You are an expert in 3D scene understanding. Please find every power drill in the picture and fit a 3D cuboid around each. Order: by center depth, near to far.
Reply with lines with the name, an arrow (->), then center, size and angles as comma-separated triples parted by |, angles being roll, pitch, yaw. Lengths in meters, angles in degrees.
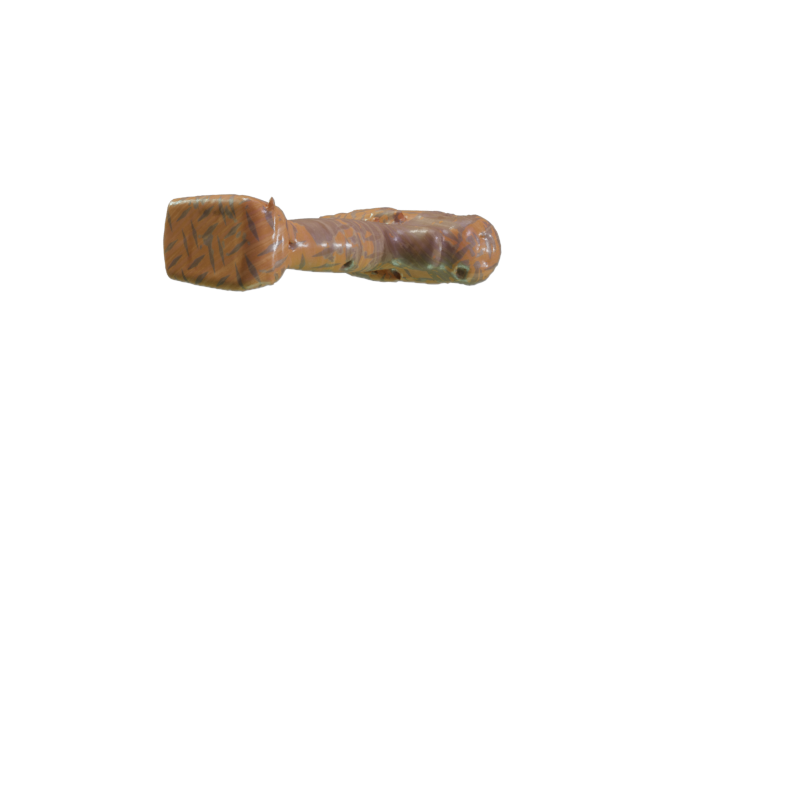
power drill -> -0.057, -0.104, 0.730 | 0.181, 0.057, 0.193 | -6, 10, -38
